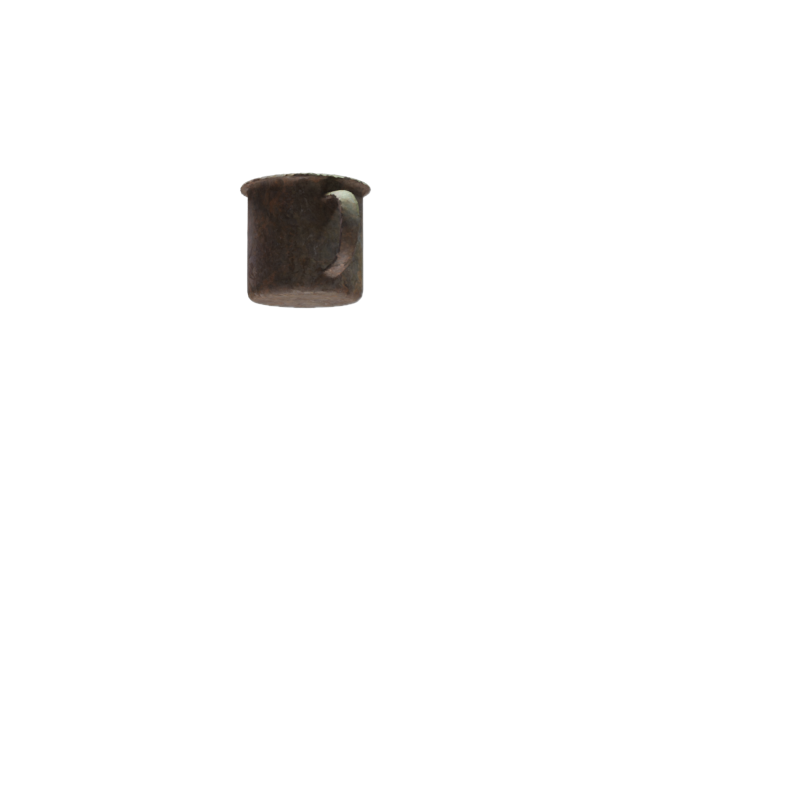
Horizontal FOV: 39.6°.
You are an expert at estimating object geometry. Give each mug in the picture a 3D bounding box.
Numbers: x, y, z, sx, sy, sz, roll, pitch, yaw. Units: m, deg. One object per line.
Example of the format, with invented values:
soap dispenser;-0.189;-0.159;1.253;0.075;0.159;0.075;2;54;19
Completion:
mug;-0.060;-0.110;0.770;0.090;0.083;0.119;4;-7;-31
